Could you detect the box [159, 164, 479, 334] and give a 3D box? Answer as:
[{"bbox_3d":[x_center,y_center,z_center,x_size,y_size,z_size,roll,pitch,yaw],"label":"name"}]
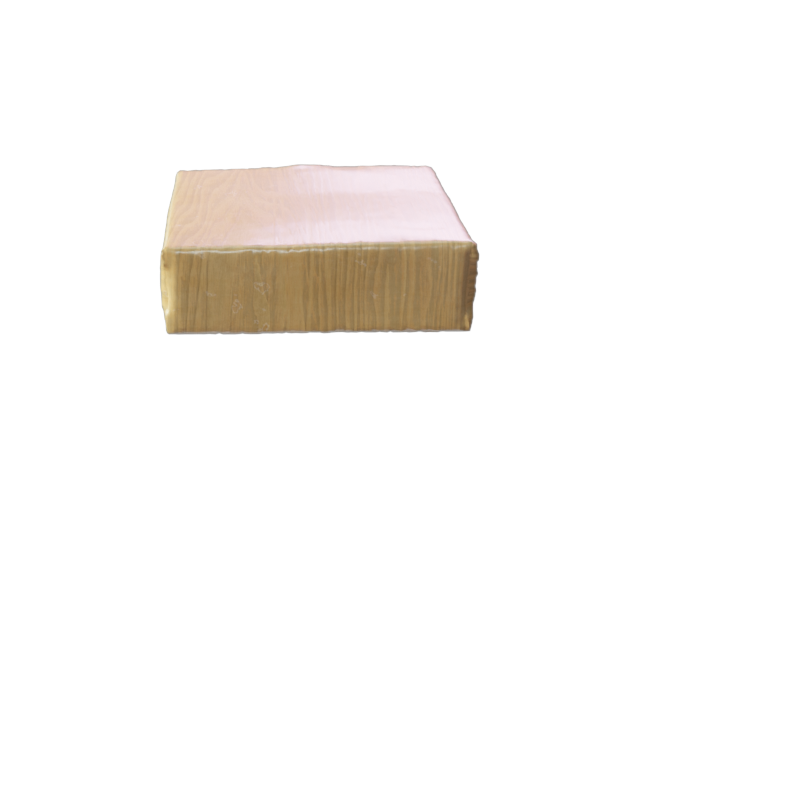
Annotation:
[{"bbox_3d":[-0.026,-0.049,0.340,0.089,0.029,0.077,-2,27,-5],"label":"box"}]
